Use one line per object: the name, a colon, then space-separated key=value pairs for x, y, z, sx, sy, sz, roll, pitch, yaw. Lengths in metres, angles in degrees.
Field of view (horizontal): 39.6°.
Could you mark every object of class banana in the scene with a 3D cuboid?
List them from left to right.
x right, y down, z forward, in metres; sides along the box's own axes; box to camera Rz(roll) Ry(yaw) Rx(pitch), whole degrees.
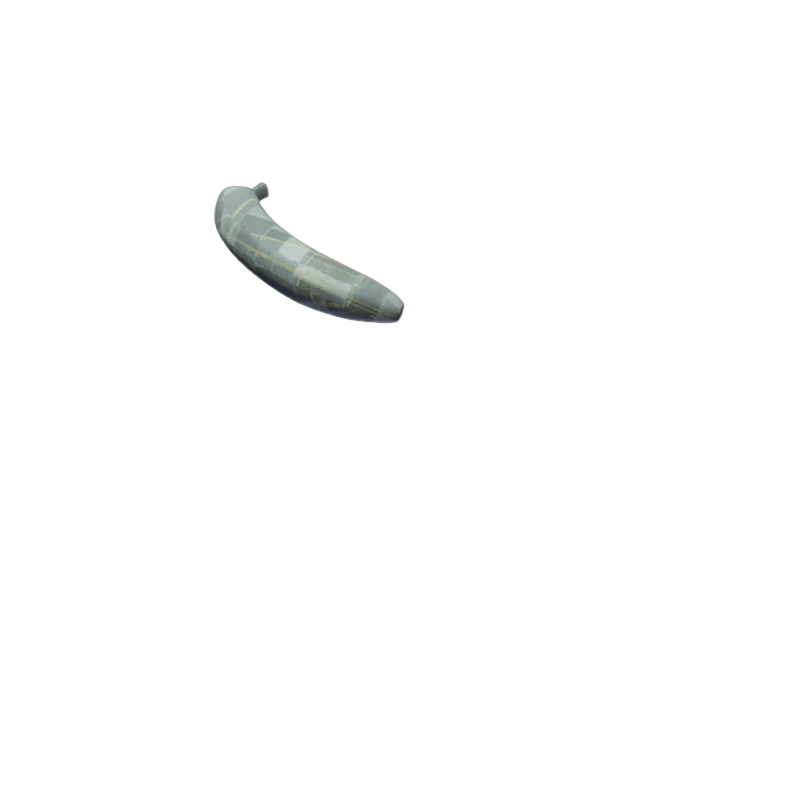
banana: x=-0.077 y=-0.105 z=0.756 sx=0.069 sy=0.034 sz=0.214 roll=-20 pitch=43 yaw=-24
